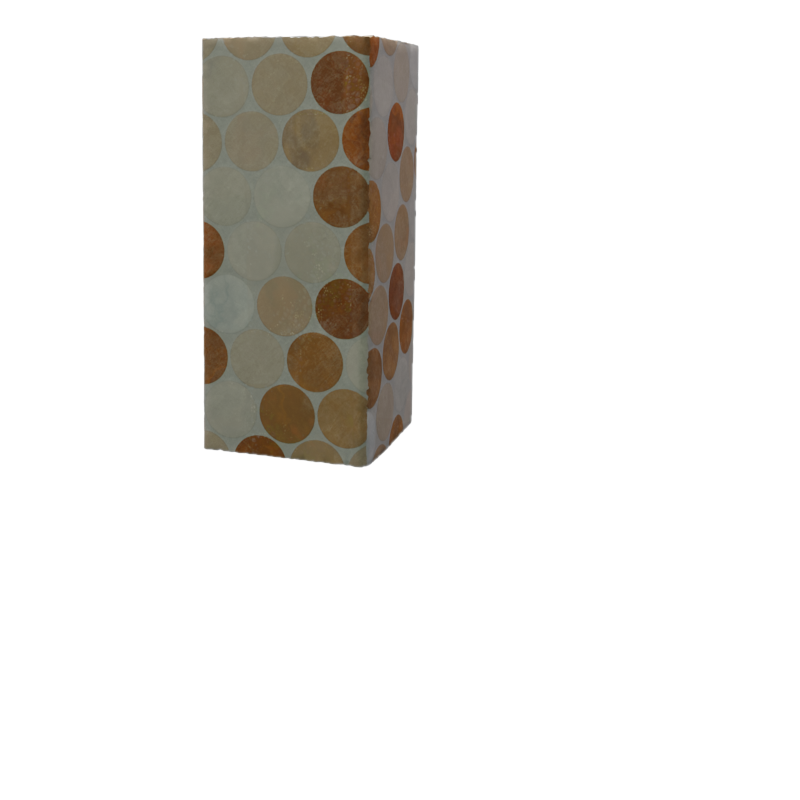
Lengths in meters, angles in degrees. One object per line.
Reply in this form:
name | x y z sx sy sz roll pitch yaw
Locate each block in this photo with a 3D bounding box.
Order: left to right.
block | -0.045 -0.082 0.577 0.093 0.203 0.089 3 8 18
